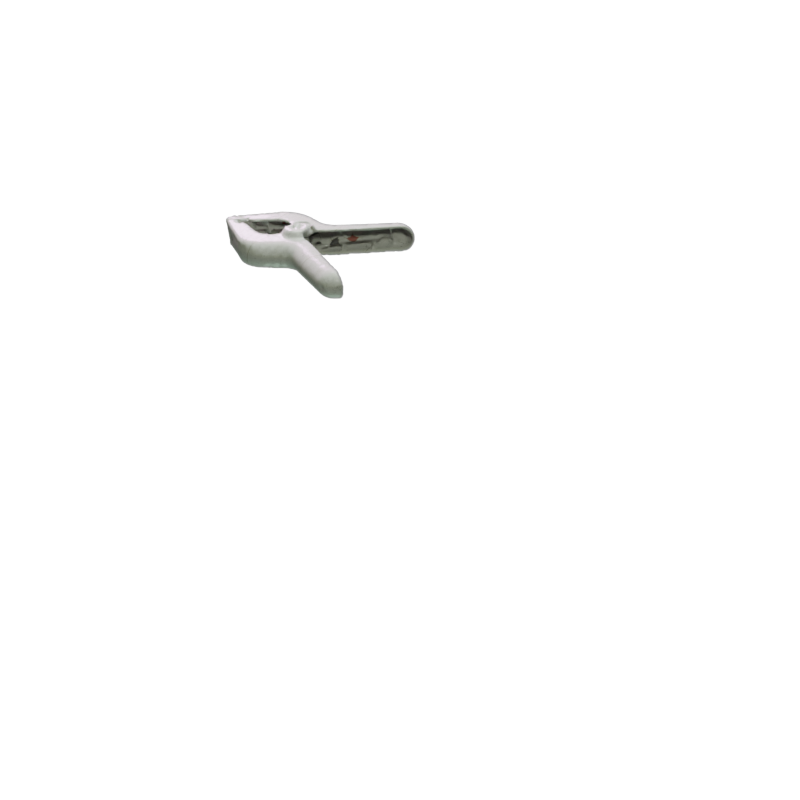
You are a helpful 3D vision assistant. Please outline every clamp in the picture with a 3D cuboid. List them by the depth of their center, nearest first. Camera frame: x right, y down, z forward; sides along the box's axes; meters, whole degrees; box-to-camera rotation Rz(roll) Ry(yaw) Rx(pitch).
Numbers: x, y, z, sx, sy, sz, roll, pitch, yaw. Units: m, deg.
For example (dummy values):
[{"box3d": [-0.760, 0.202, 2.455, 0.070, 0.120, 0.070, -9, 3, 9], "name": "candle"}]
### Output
[{"box3d": [-0.076, -0.139, 0.973, 0.182, 0.037, 0.119, 25, 37, 38], "name": "clamp"}]
